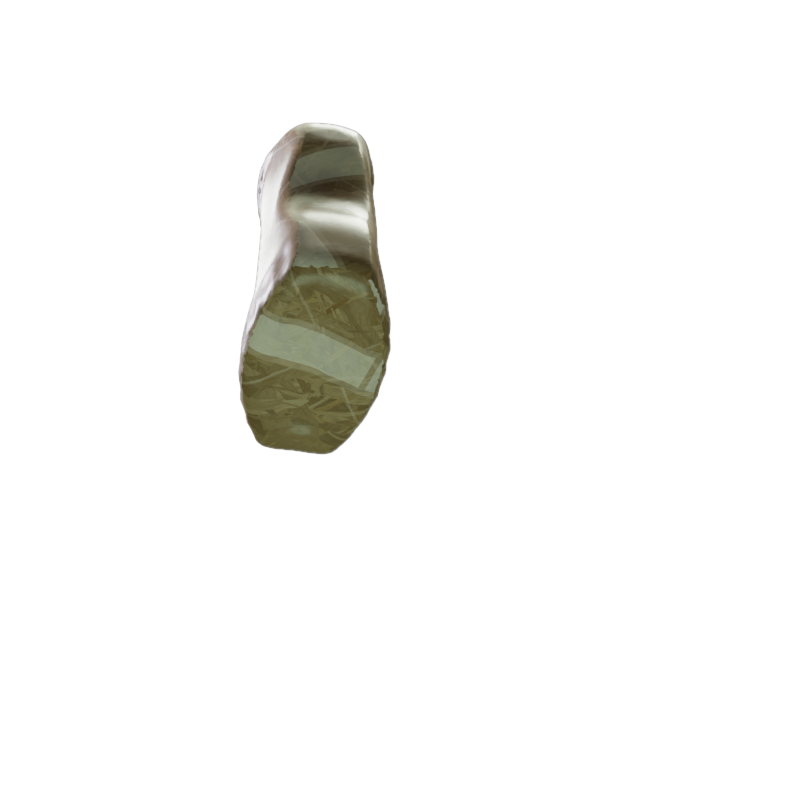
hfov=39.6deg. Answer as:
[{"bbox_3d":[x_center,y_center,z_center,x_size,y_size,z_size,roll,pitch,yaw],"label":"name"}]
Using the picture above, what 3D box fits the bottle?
[{"bbox_3d":[-0.039,-0.073,0.509,0.058,0.091,0.205,6,36,-9],"label":"bottle"}]
